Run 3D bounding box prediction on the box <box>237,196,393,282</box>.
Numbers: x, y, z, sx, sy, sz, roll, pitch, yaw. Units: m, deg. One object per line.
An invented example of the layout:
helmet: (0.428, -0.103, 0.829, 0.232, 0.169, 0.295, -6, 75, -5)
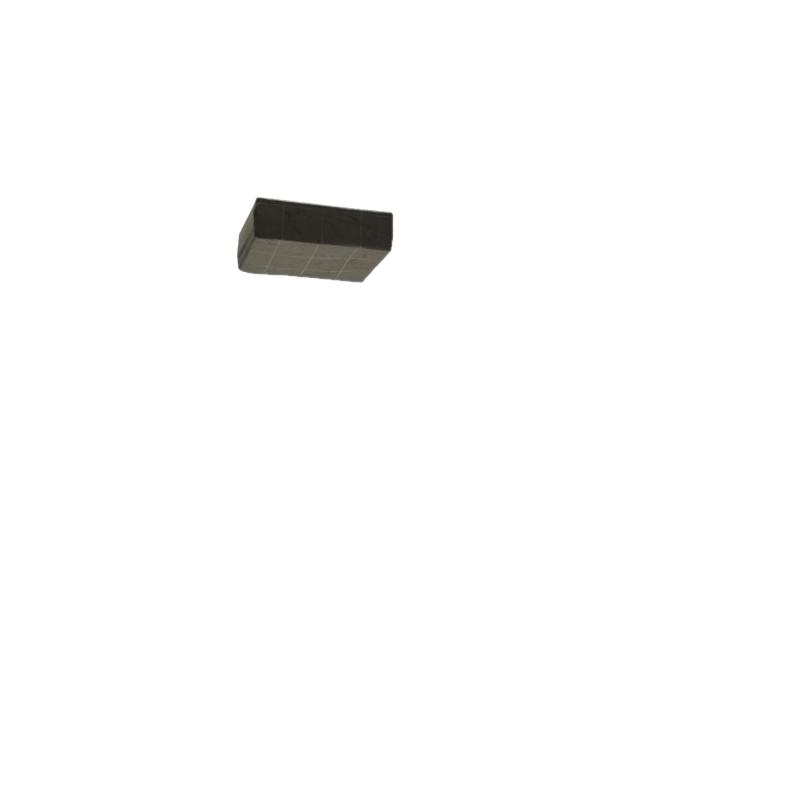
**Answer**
box: (-0.071, -0.129, 0.901, 0.111, 0.040, 0.088, 3, -13, -14)
